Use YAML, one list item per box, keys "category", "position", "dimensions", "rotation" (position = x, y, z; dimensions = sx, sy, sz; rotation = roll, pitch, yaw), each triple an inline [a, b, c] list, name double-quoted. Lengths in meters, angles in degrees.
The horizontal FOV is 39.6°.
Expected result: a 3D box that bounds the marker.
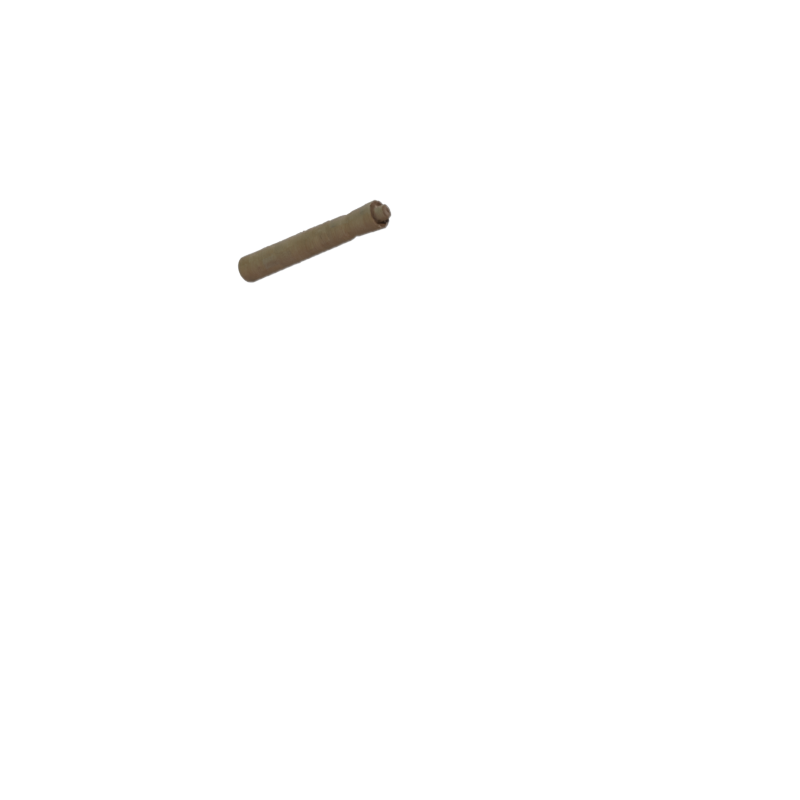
- category: "marker"
  position: [-0.055, -0.101, 0.709]
  dimensions: [0.122, 0.020, 0.019]
  rotation: [-16, -7, 36]
